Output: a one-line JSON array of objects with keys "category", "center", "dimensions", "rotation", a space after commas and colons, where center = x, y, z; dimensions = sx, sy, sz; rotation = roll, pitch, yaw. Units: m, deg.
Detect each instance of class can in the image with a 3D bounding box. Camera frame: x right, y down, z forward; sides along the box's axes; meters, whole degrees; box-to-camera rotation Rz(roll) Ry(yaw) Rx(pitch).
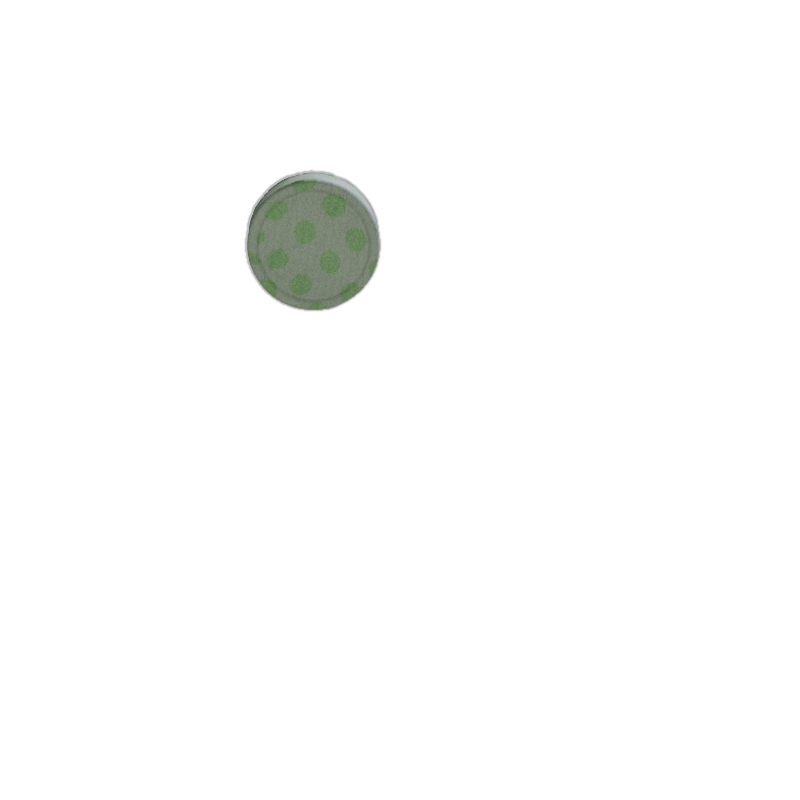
[{"category": "can", "center": [-0.055, -0.101, 0.709], "dimensions": [0.086, 0.083, 0.035], "rotation": [0, 13, -1]}]
